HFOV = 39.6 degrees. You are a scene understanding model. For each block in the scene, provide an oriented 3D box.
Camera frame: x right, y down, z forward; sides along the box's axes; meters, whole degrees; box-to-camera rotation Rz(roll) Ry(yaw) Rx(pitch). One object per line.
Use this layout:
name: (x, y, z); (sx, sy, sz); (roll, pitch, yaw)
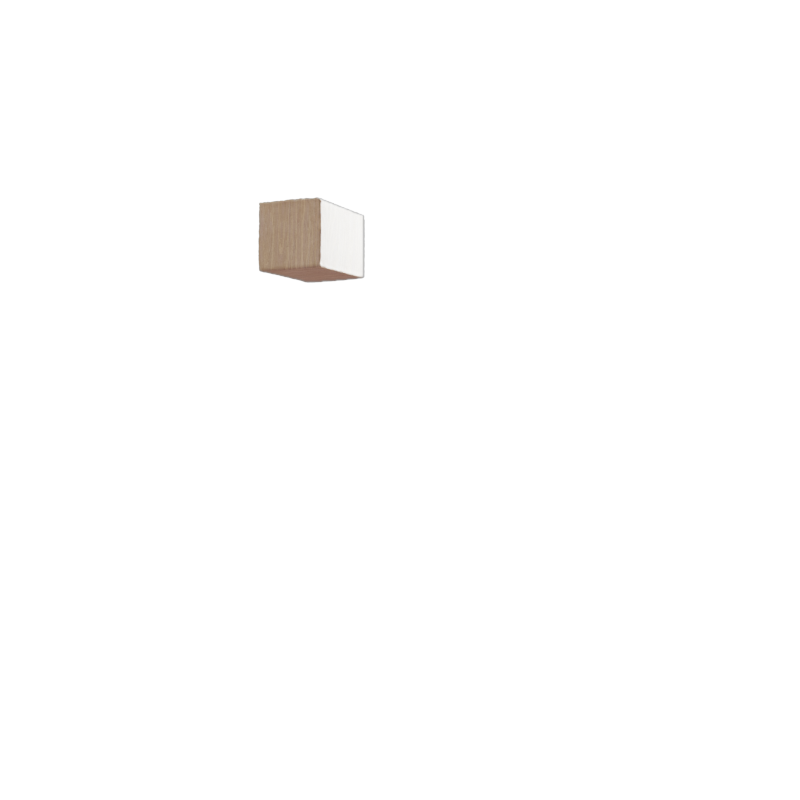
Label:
block: (-0.065, -0.119, 0.832); (0.054, 0.052, 0.075); (-3, -5, 24)
